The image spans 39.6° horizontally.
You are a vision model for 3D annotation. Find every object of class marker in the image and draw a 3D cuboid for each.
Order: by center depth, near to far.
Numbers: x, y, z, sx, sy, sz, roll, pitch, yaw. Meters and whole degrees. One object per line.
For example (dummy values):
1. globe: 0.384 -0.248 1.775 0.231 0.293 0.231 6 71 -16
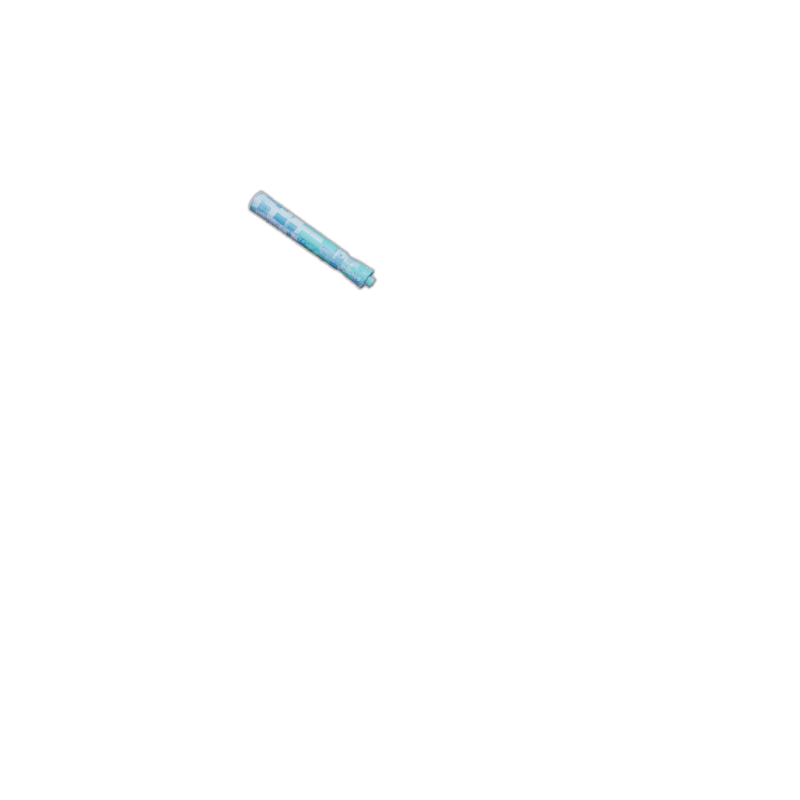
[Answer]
1. marker: -0.071 -0.129 0.905 0.125 0.019 0.019 36 11 12
